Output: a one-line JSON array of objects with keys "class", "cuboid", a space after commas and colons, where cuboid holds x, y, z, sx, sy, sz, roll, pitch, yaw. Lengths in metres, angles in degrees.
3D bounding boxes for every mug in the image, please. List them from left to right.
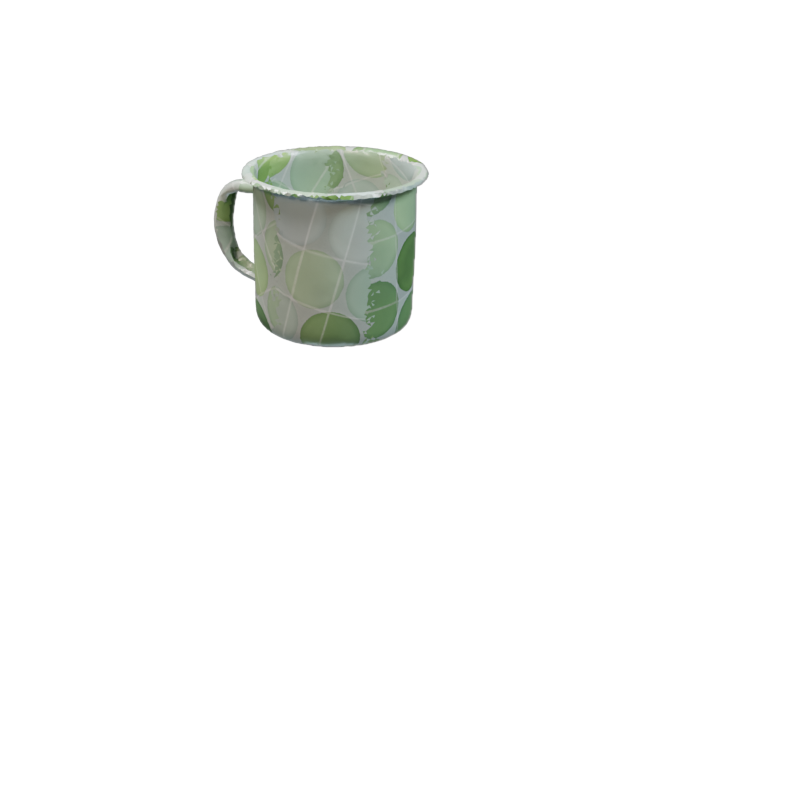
[{"class": "mug", "cuboid": [-0.045, -0.081, 0.569, 0.121, 0.078, 0.094, 11, 26, 22]}]
